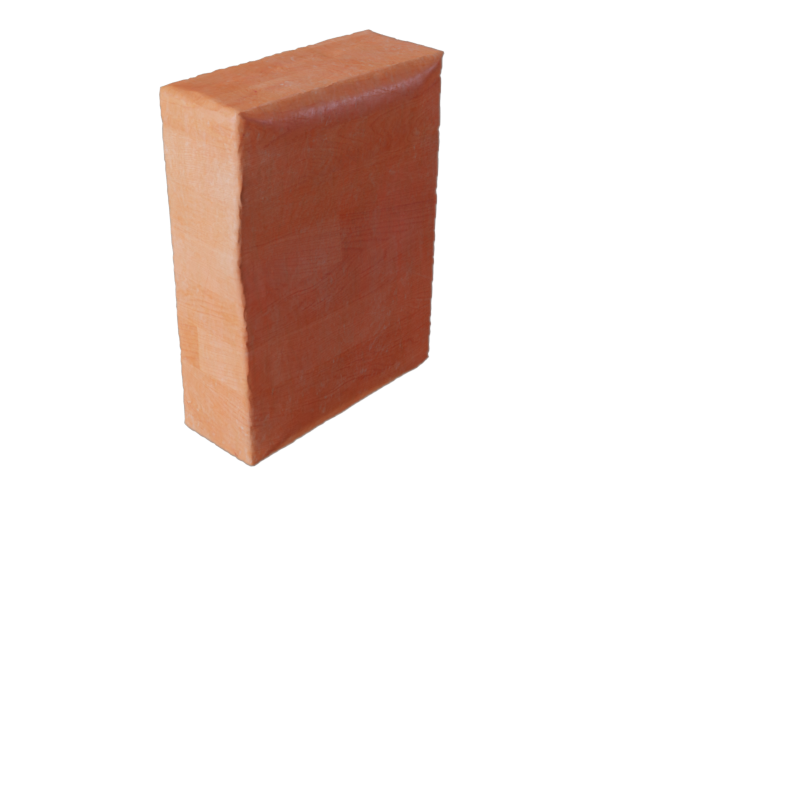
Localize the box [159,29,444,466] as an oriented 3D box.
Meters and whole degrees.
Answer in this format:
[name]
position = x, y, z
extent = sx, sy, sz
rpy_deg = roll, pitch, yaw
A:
[box]
position = -0.051, -0.093, 0.651
extent = 0.076, 0.202, 0.163
rpy_deg = 24, 37, 35
